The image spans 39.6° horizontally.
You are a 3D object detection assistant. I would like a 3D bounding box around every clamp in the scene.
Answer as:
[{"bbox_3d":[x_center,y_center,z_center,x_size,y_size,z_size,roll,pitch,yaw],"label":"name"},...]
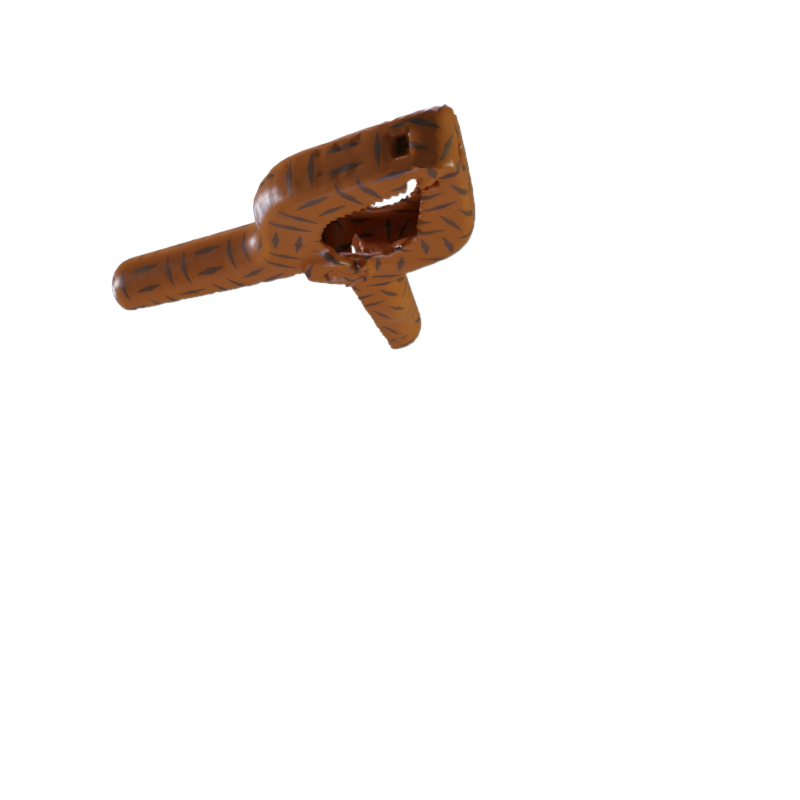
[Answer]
[{"bbox_3d":[-0.039,-0.071,0.495,0.161,0.038,0.205,5,-18,-17],"label":"clamp"}]
